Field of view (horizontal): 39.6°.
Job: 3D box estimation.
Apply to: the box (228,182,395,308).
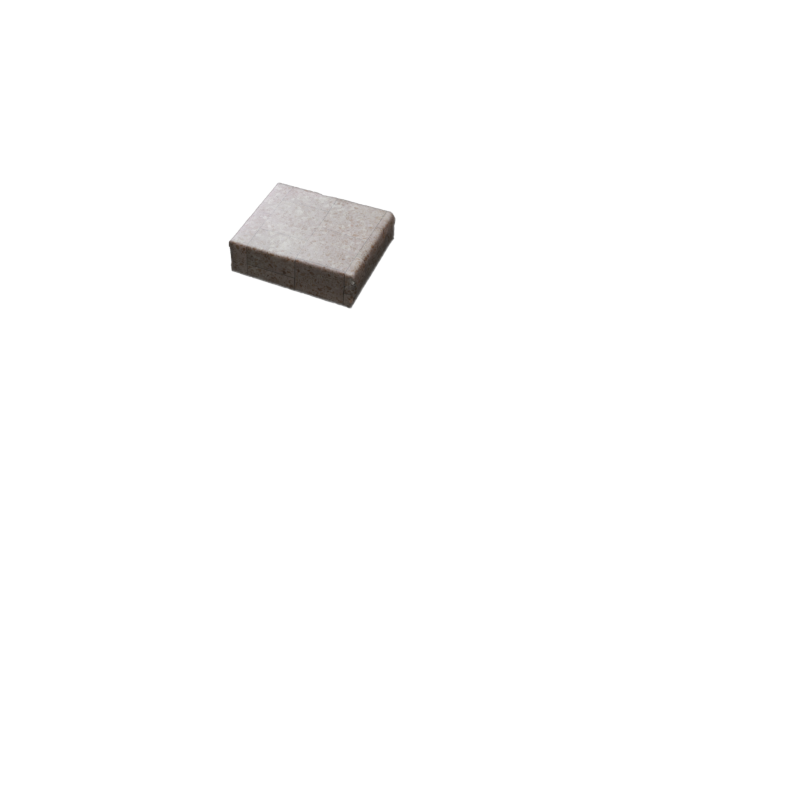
[{"bbox_3d":[-0.057,-0.105,0.732,0.092,0.028,0.076,17,45,17],"label":"box"}]
